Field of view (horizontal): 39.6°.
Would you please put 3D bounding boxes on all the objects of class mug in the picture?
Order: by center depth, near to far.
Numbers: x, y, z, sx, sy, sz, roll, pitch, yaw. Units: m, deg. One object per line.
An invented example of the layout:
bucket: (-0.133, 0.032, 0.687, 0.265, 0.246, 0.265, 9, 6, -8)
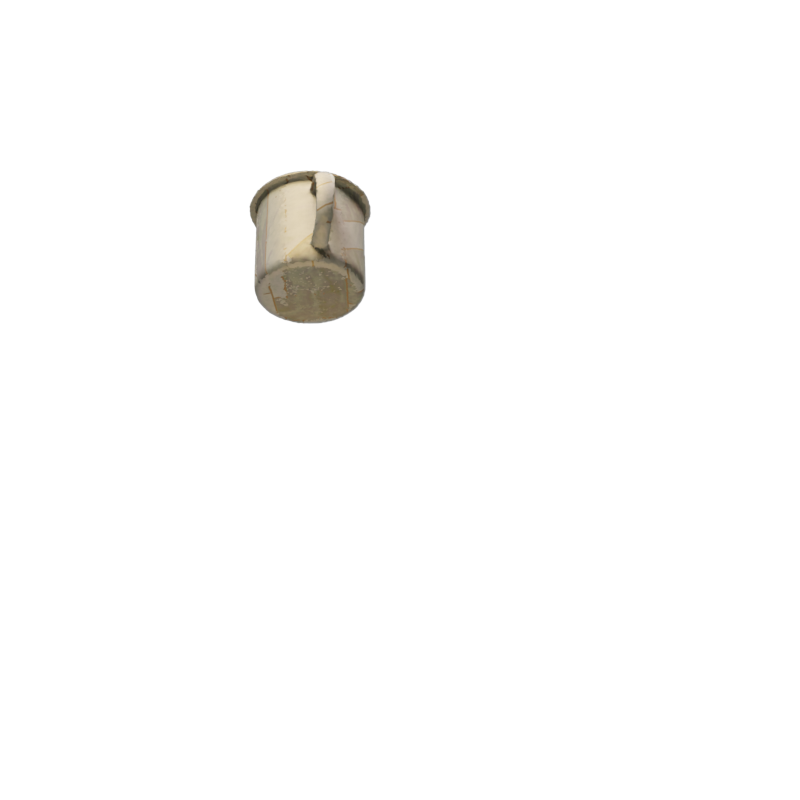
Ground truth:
mug: (-0.064, -0.117, 0.819, 0.091, 0.087, 0.111, 7, -35, -13)
